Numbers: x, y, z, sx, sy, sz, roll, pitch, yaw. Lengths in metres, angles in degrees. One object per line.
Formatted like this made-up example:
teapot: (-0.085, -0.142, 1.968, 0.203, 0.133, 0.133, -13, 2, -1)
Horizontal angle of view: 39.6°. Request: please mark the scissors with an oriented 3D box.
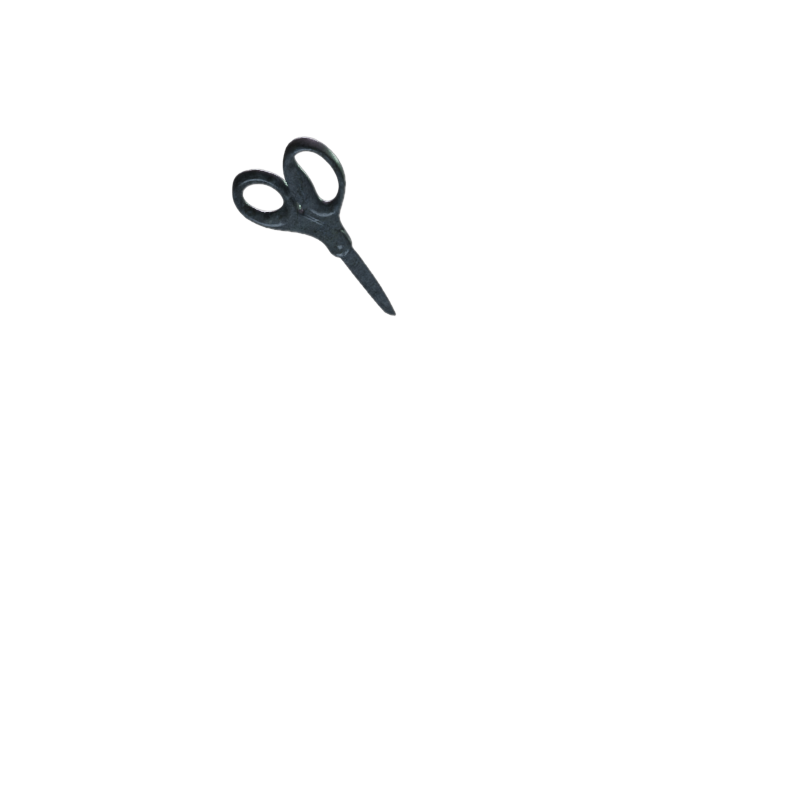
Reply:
scissors: (-0.069, -0.125, 0.877, 0.097, 0.017, 0.186, -8, -42, 9)
